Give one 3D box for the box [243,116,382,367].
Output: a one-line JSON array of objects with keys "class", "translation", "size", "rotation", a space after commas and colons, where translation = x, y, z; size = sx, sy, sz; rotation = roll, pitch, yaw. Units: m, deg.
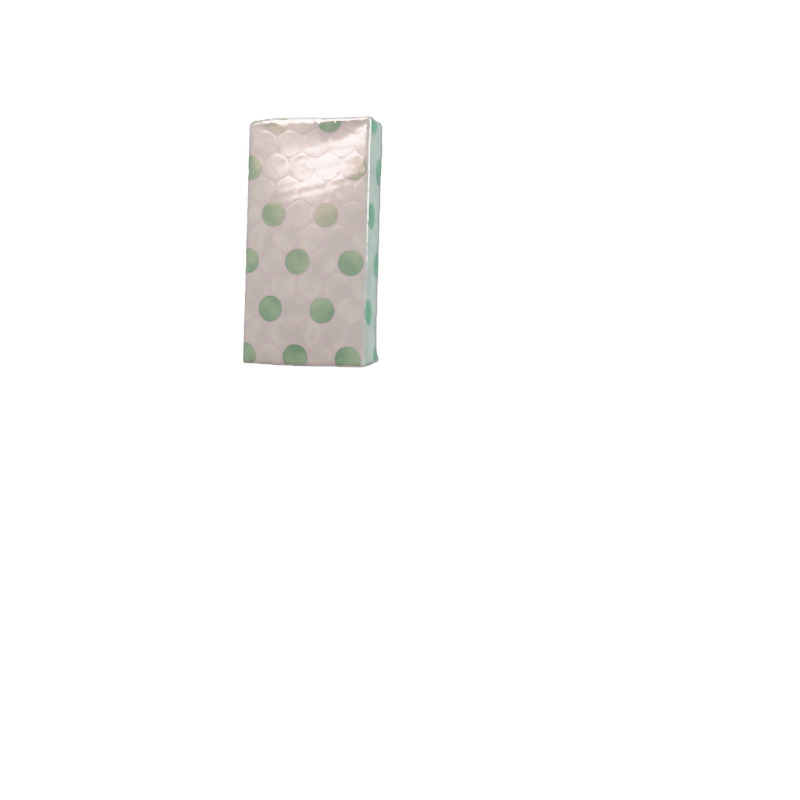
[{"class": "box", "translation": [-0.063, -0.114, 0.797], "size": [0.095, 0.177, 0.047], "rotation": [0, -1, 15]}]
